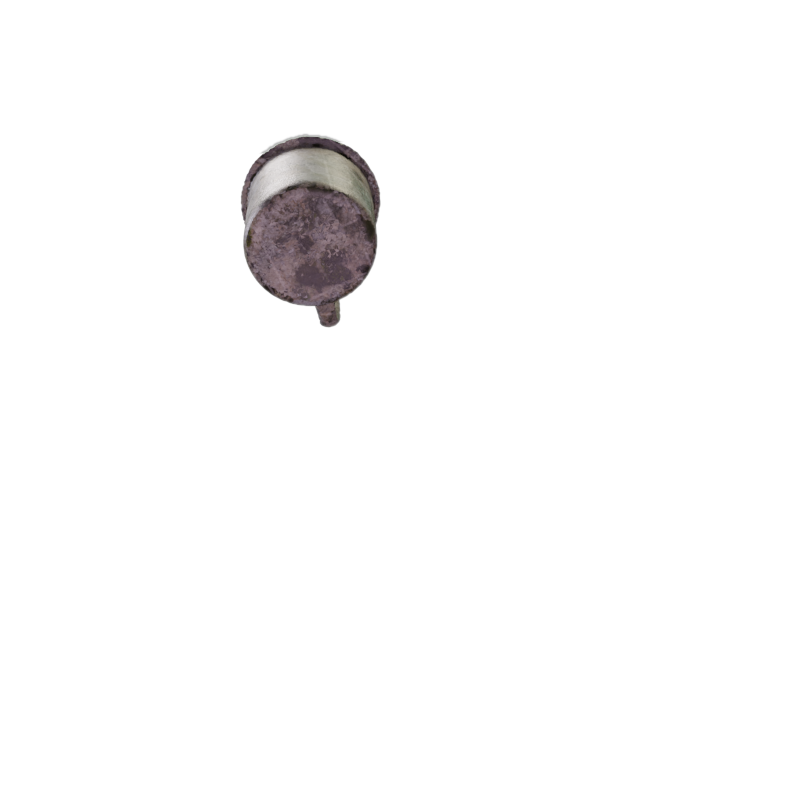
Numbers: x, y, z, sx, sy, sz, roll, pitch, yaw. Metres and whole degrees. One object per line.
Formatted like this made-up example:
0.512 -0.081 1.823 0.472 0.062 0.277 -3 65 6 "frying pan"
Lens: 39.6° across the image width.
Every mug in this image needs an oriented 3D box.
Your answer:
-0.055 -0.101 0.706 0.093 0.111 0.086 -7 25 2 "mug"
